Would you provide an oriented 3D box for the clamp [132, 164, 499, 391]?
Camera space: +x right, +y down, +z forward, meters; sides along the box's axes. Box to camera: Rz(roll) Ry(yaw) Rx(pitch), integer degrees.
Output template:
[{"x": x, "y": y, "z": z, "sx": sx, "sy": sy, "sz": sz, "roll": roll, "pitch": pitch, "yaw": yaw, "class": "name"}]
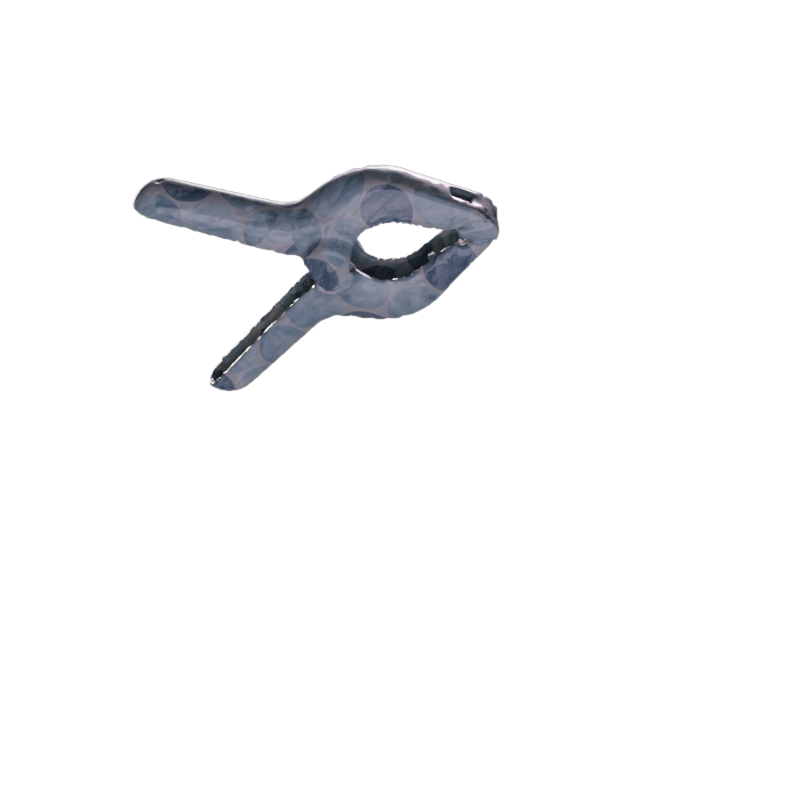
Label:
[{"x": -0.042, "y": -0.076, "z": 0.535, "sx": 0.172, "sy": 0.112, "sz": 0.042, "roll": -21, "pitch": 33, "yaw": 14, "class": "clamp"}]
